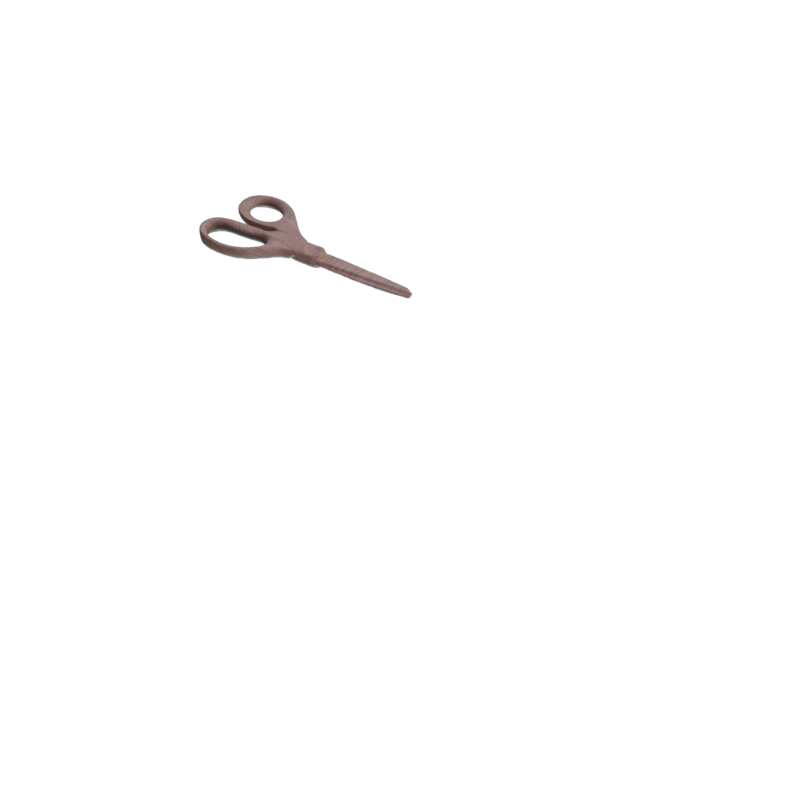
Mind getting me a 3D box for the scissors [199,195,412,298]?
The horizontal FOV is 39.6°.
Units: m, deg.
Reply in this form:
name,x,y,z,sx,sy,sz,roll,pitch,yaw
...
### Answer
name,x,y,z,sx,sy,sz,roll,pitch,yaw
scissors,-0.076,-0.139,0.971,0.207,0.015,0.100,13,43,14
